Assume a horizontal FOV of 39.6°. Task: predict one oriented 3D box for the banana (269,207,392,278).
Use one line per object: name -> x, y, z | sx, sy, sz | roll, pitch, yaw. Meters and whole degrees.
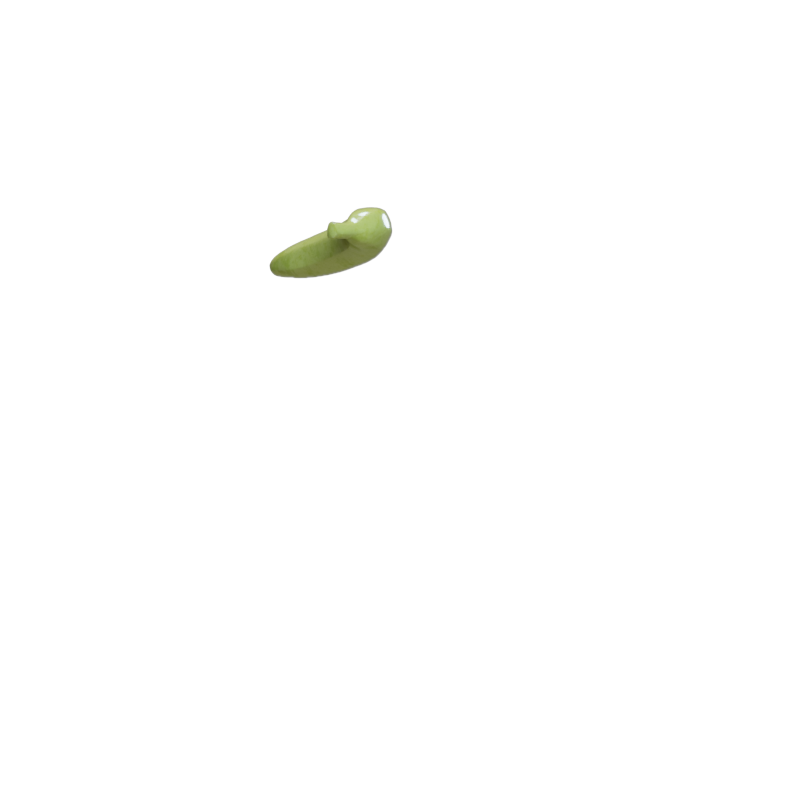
banana -> -0.051, -0.128, 0.896 | 0.068, 0.037, 0.198 | 2, -5, -19
